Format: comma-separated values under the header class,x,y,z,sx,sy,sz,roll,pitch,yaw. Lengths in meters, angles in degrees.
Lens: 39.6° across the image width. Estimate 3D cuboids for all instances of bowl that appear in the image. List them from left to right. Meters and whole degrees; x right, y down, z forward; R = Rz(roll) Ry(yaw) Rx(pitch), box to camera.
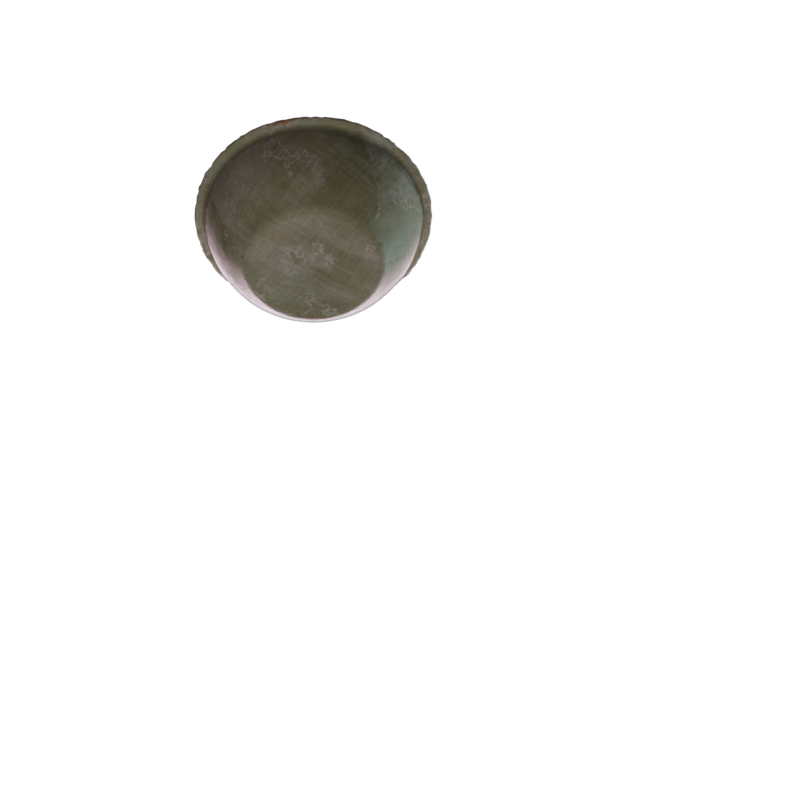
class,x,y,z,sx,sy,sz,roll,pitch,yaw
bowl,-0.058,-0.105,0.735,0.162,0.151,0.059,1,39,-1
